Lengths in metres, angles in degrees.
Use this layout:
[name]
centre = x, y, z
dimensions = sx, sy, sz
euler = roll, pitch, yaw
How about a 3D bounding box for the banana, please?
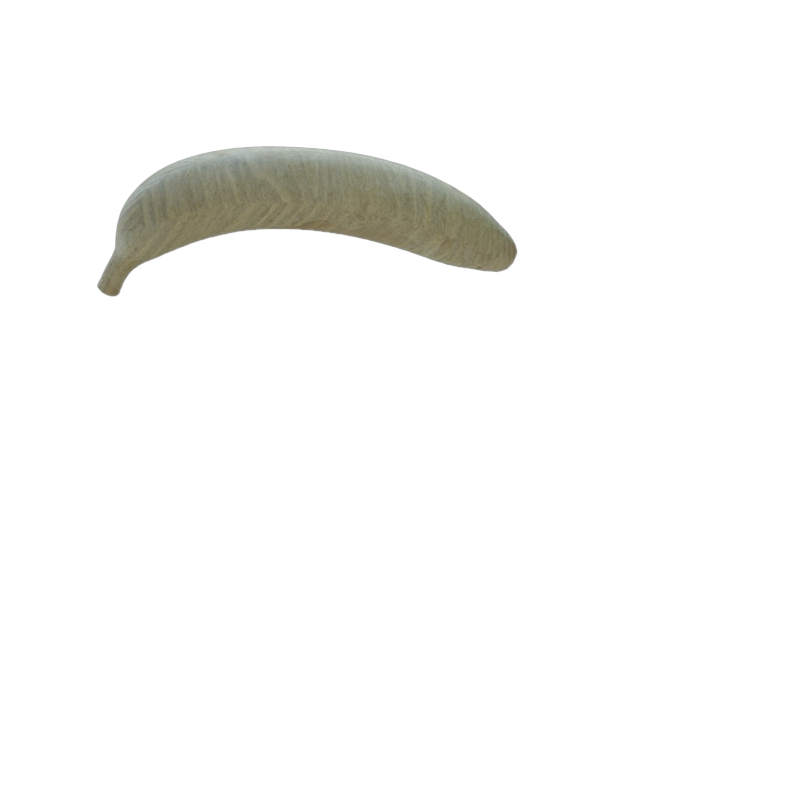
[banana]
centre = -0.045, -0.086, 0.509
dimensions = 0.198, 0.039, 0.065
euler = -2, -41, 2
